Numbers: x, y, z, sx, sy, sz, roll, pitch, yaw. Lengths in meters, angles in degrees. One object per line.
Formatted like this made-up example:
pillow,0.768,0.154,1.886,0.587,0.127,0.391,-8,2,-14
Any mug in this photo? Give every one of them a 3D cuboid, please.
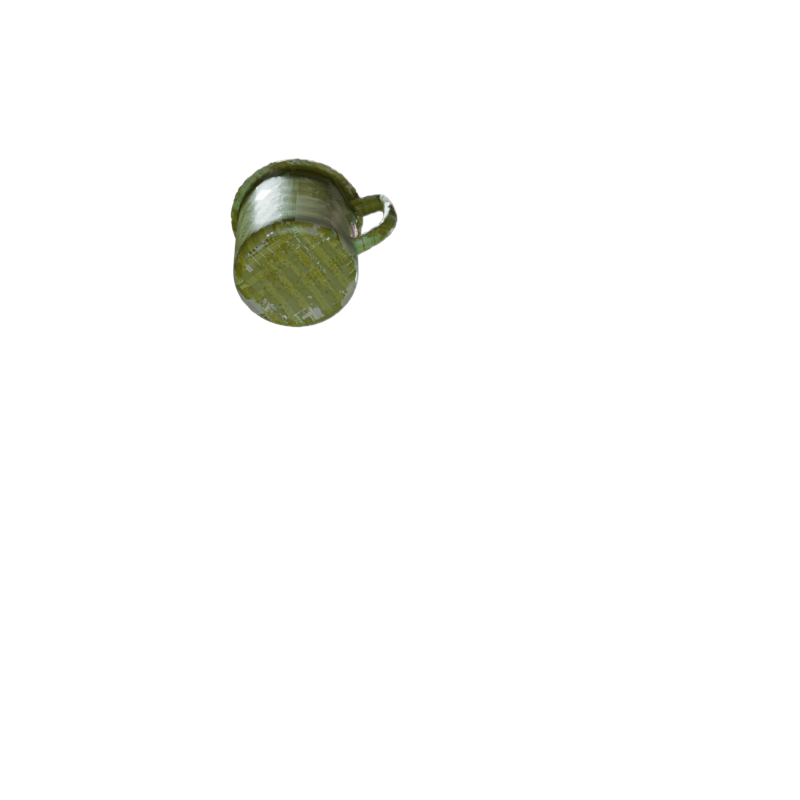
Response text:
mug,-0.058,-0.106,0.740,0.118,0.087,0.087,-15,33,8
